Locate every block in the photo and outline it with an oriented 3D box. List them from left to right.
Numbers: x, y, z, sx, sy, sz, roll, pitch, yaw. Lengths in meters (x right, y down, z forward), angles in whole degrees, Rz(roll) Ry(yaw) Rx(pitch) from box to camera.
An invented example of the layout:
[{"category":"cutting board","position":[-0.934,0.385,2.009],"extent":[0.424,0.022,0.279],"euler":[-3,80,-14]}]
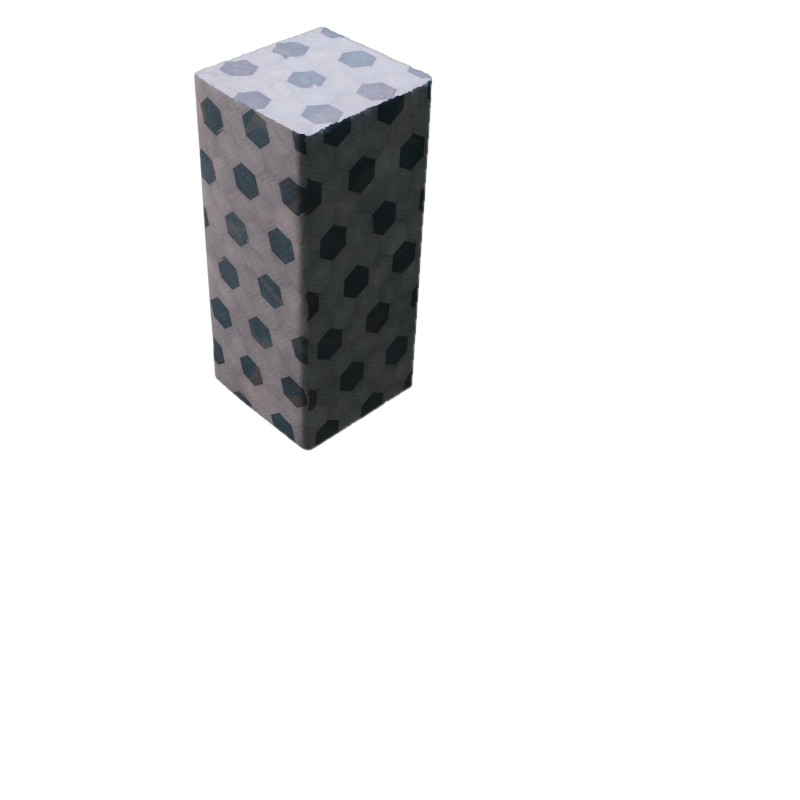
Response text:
[{"category":"block","position":[-0.048,-0.088,0.618],"extent":[0.090,0.193,0.096],"euler":[-28,48,-34]}]
